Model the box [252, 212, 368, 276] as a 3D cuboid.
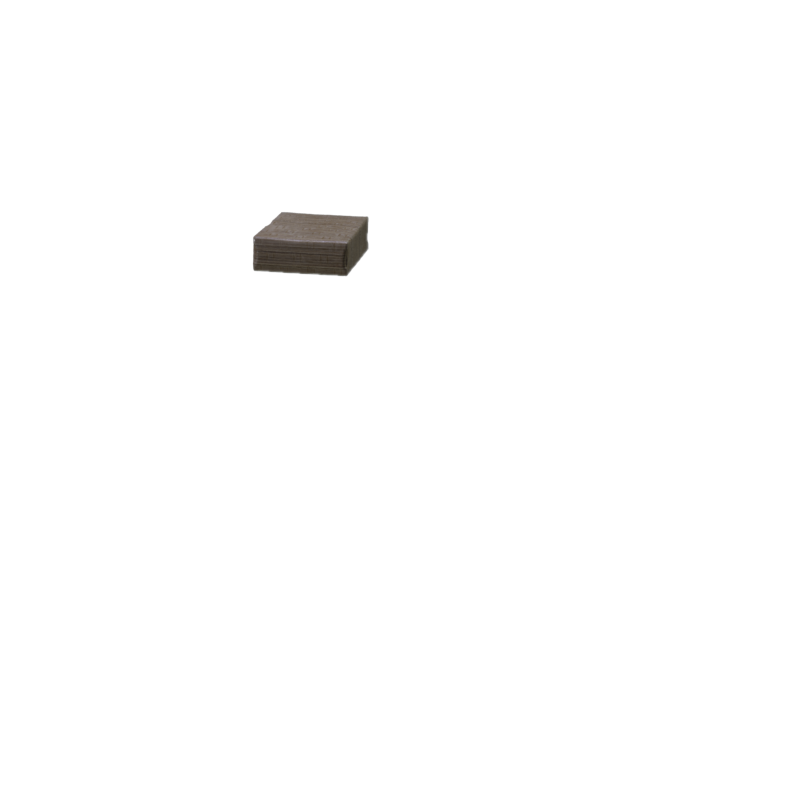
[{"bbox_3d":[-0.067,-0.123,0.858,0.074,0.029,0.091,4,22,10],"label":"box"}]
